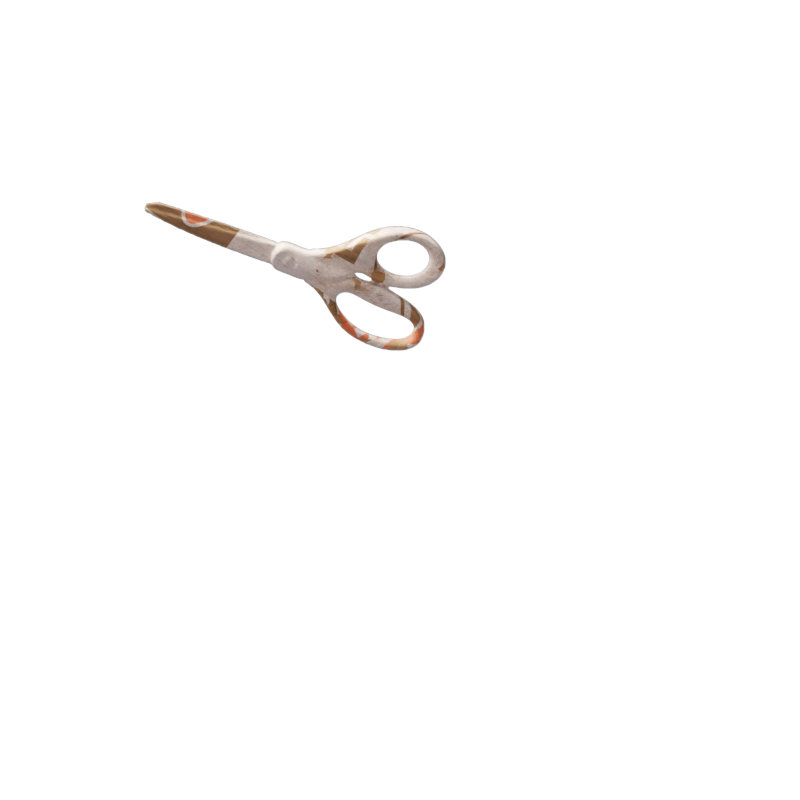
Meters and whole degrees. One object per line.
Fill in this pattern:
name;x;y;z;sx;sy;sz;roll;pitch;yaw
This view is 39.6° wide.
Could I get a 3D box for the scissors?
scissors;-0.056;-0.103;0.720;0.194;0.094;0.017;34;21;-15
